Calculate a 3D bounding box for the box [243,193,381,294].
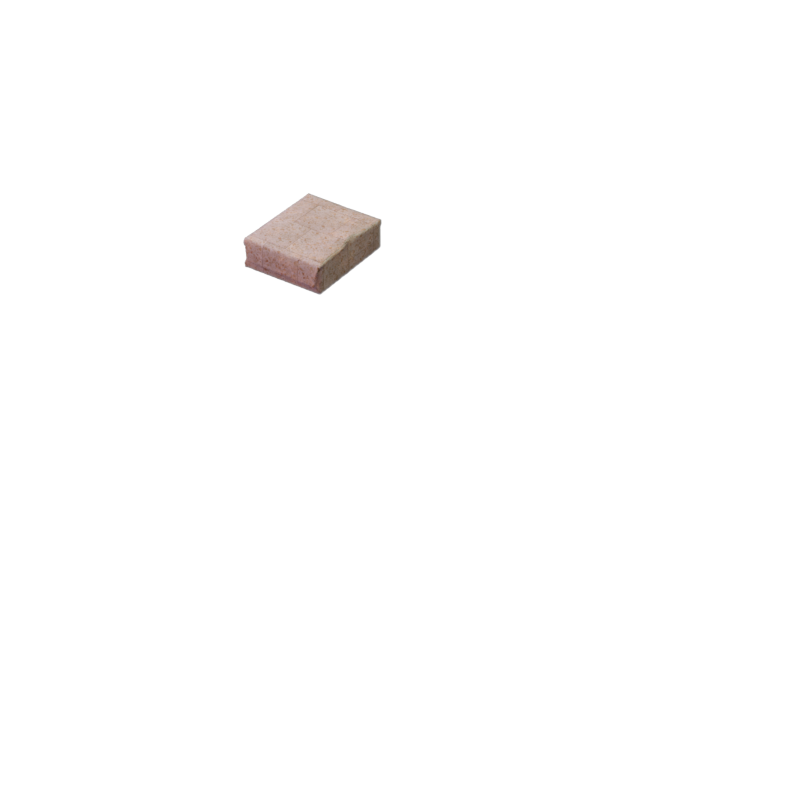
[{"bbox_3d":[-0.069,-0.125,0.874,0.077,0.028,0.091,22,42,26],"label":"box"}]
